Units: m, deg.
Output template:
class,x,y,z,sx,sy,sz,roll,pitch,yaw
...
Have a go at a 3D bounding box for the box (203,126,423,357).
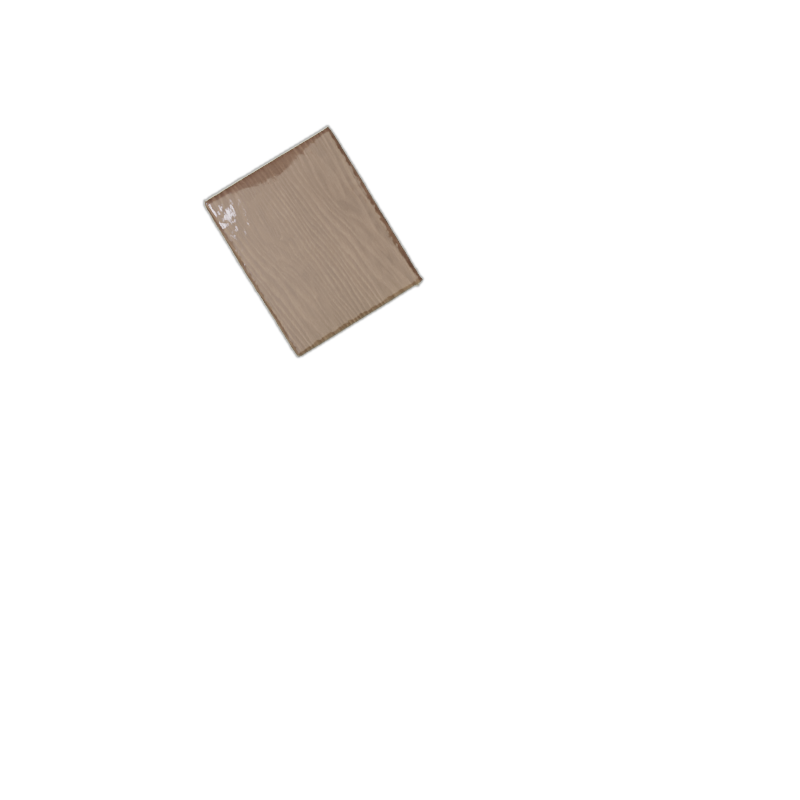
class,x,y,z,sx,sy,sz,roll,pitch,yaw
box,-0.053,-0.097,0.681,0.090,0.114,0.039,-32,0,0
